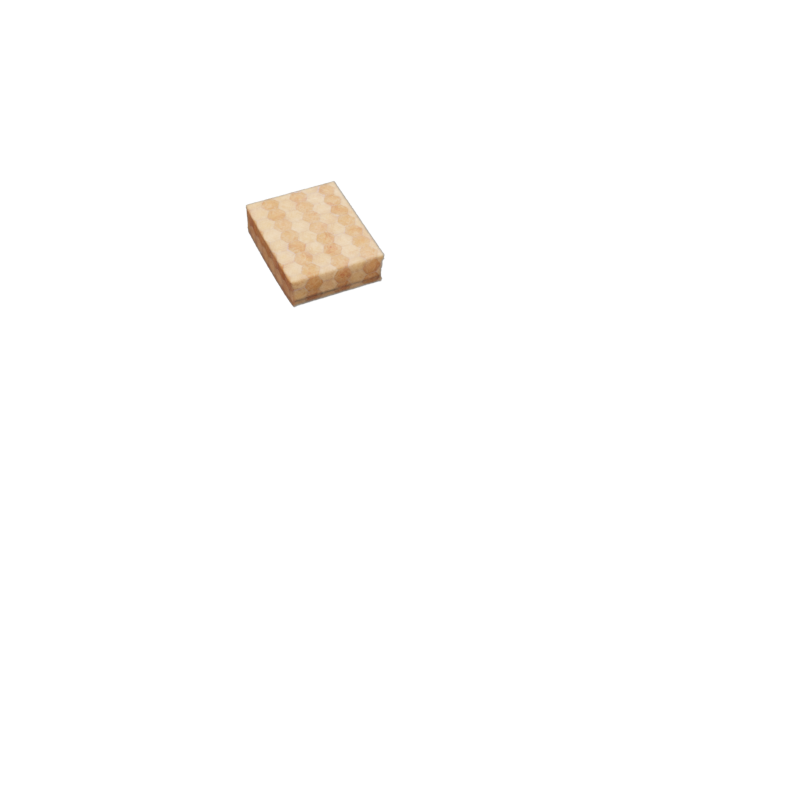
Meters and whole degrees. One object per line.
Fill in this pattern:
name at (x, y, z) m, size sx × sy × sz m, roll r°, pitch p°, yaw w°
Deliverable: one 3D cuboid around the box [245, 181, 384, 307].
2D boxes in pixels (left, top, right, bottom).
box at (-0.078, -0.142, 0.998) m, size 0.089 × 0.123 × 0.036 m, roll -19°, pitch -38°, yaw -16°
